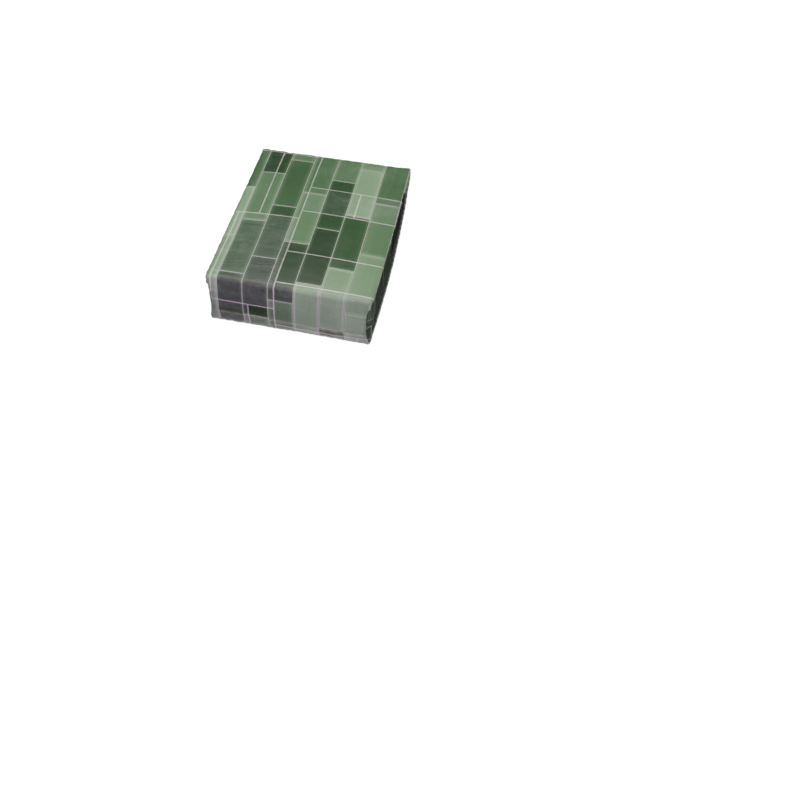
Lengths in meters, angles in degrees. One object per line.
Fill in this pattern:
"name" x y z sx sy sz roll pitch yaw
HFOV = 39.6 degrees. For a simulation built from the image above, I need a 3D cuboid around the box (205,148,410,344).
"box" -0.048 -0.088 0.615 0.091 0.036 0.120 9 46 8
